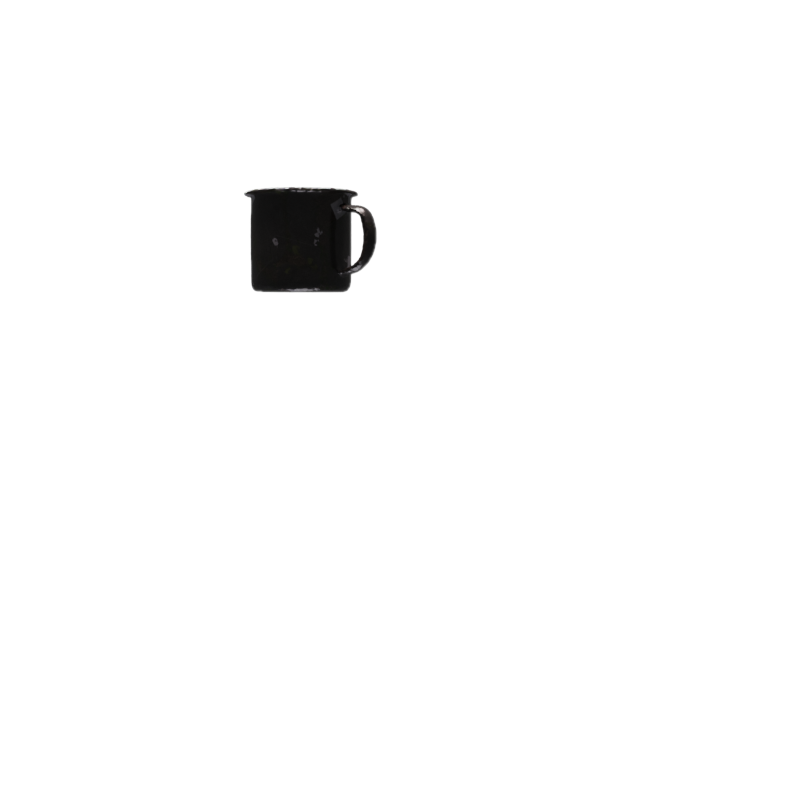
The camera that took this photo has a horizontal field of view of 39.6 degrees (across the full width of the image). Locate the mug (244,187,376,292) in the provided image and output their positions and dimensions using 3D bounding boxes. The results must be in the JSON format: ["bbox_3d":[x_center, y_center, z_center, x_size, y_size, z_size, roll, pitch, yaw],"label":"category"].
[{"bbox_3d":[-0.070,-0.128,0.897,0.121,0.082,0.090,1,2,31],"label":"mug"}]
